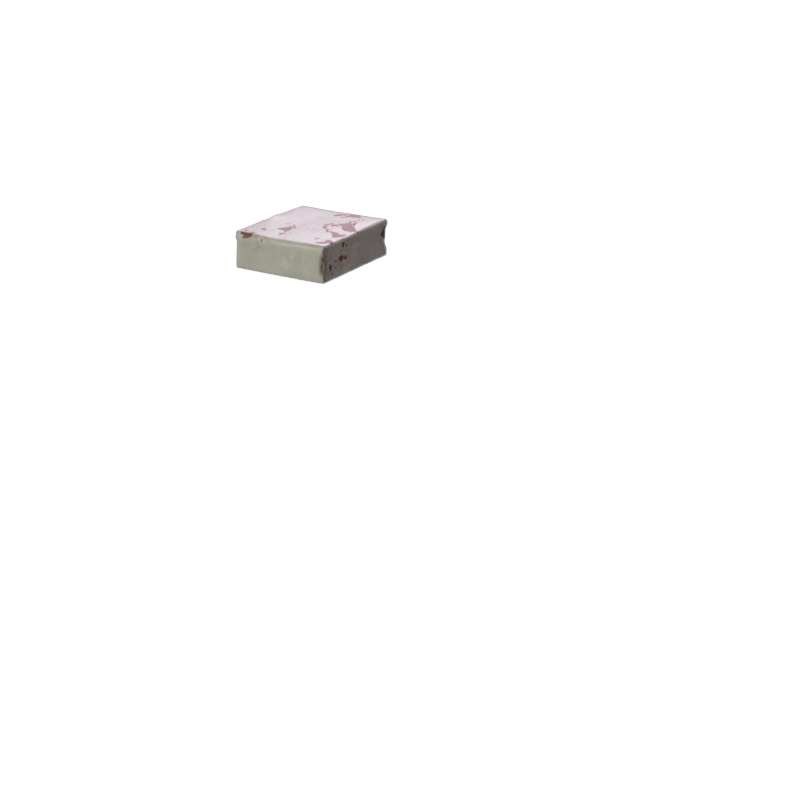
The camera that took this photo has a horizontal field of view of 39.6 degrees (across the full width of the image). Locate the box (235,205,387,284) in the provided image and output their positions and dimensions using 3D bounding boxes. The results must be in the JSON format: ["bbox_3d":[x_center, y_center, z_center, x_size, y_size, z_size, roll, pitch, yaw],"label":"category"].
[{"bbox_3d":[-0.061,-0.111,0.780,0.076,0.029,0.089,13,26,28],"label":"box"}]
